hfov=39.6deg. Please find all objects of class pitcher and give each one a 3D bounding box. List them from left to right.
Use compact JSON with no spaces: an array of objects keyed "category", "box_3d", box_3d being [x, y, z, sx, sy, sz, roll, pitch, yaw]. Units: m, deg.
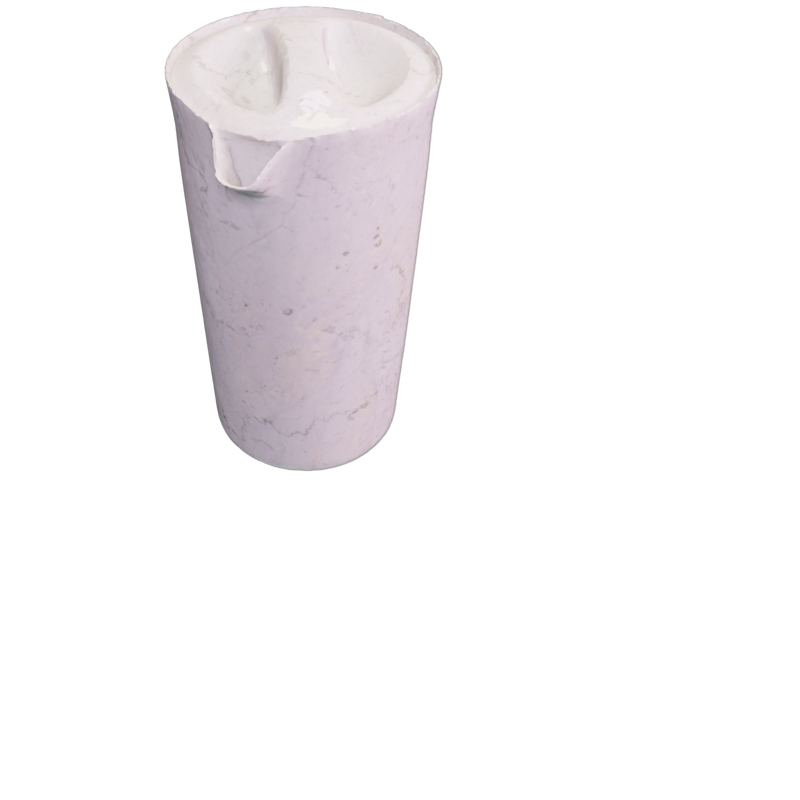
[{"category":"pitcher","box_3d":[-0.048,-0.087,0.608,0.147,0.227,0.157,-17,44,-22]}]
